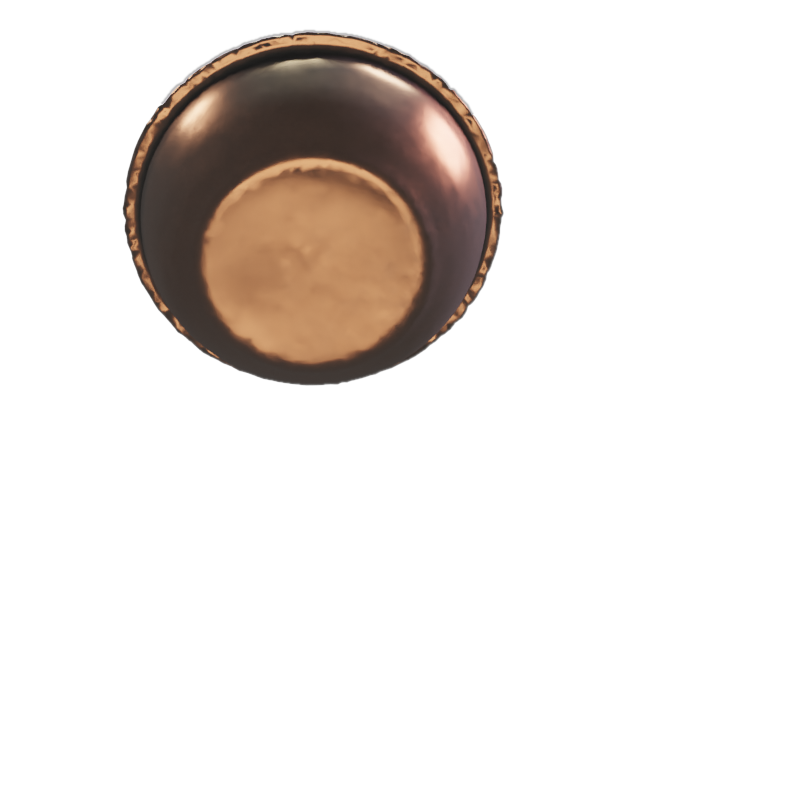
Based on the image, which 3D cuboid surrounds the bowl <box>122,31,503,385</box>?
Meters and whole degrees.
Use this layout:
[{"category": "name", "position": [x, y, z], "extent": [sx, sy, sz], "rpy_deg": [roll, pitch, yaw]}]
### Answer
[{"category": "bowl", "position": [-0.035, -0.064, 0.451], "extent": [0.162, 0.154, 0.058], "rpy_deg": [1, 24, -1]}]
